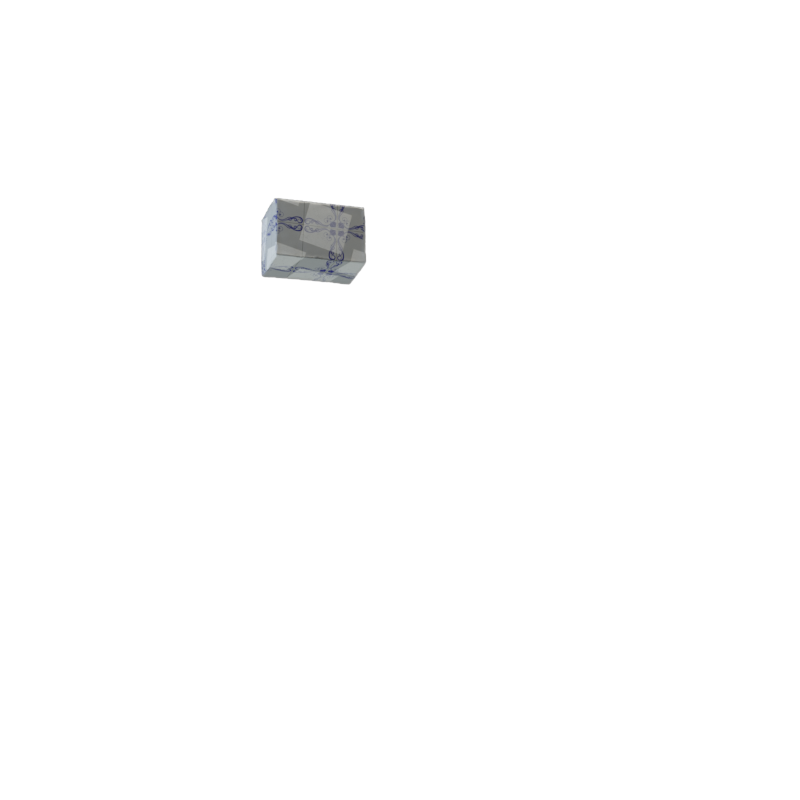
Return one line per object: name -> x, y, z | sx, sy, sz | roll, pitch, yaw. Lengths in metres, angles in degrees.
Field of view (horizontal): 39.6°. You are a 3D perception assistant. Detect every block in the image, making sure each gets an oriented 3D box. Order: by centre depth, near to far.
block -> -0.071, -0.130, 0.913 | 0.076, 0.054, 0.052 | 5, -19, -16
